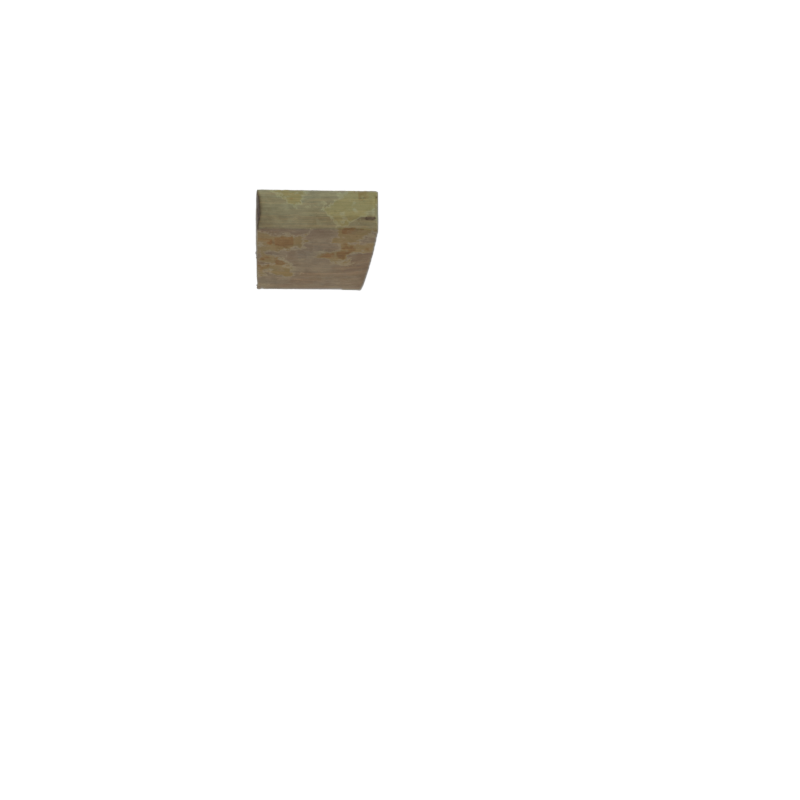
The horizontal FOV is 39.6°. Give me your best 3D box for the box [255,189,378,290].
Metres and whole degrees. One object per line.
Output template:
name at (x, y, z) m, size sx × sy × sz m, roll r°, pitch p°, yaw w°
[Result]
box at (-0.066, -0.121, 0.850) m, size 0.089 × 0.041 × 0.108 m, roll 2°, pitch -21°, yaw -6°
